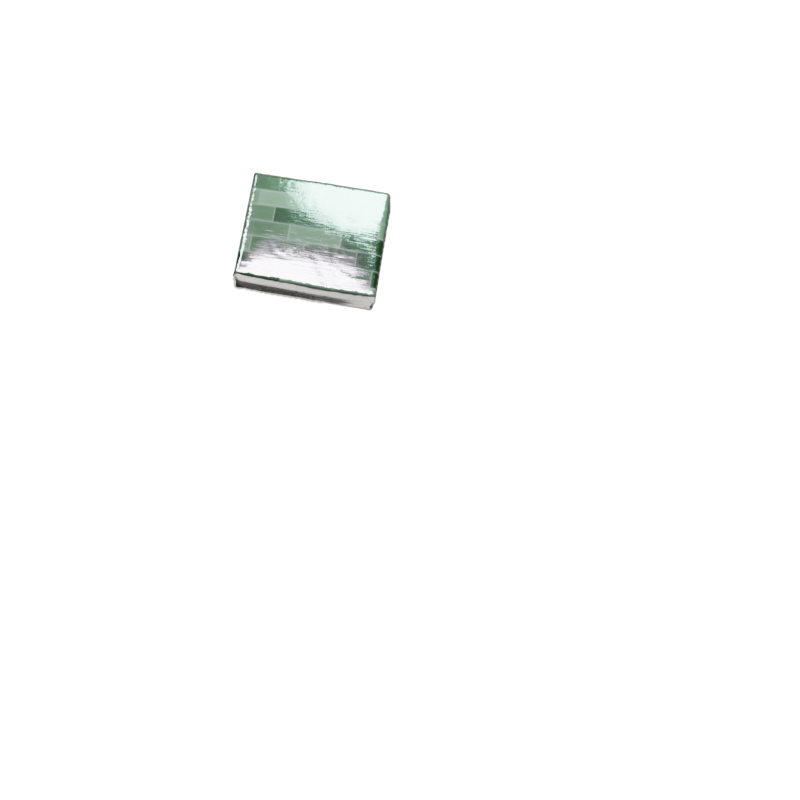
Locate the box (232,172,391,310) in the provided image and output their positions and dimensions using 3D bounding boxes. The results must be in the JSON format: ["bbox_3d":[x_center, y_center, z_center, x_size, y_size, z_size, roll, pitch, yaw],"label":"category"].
[{"bbox_3d":[-0.069,-0.125,0.877,0.114,0.094,0.037,8,-23,3],"label":"box"}]
